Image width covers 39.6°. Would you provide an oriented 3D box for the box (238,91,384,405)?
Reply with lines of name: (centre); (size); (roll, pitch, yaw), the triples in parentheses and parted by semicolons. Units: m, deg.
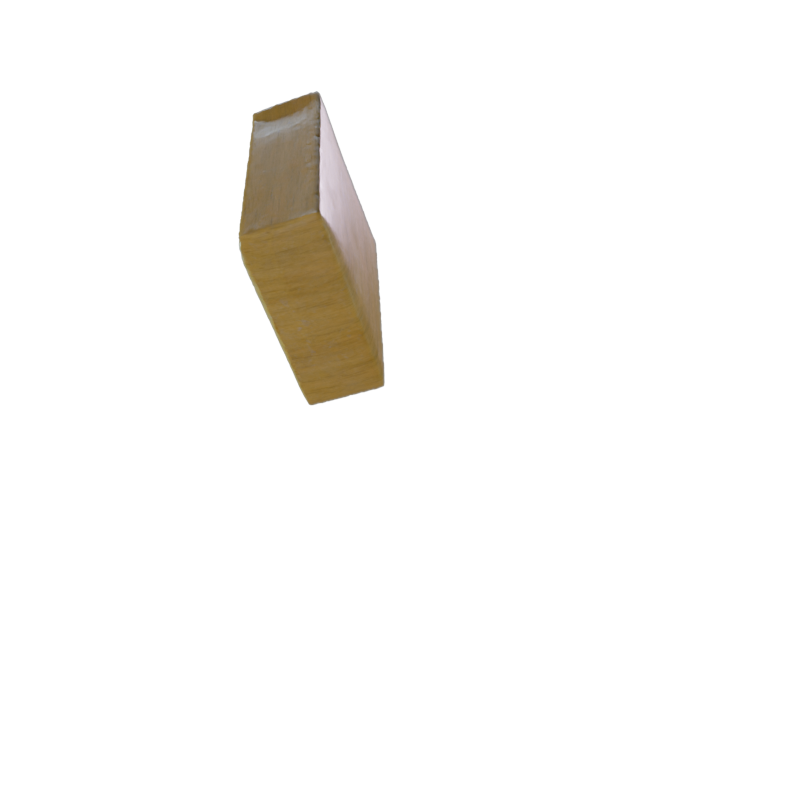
box: (-0.071, -0.129, 0.901); (0.072, 0.153, 0.229); (-16, 35, 8)
